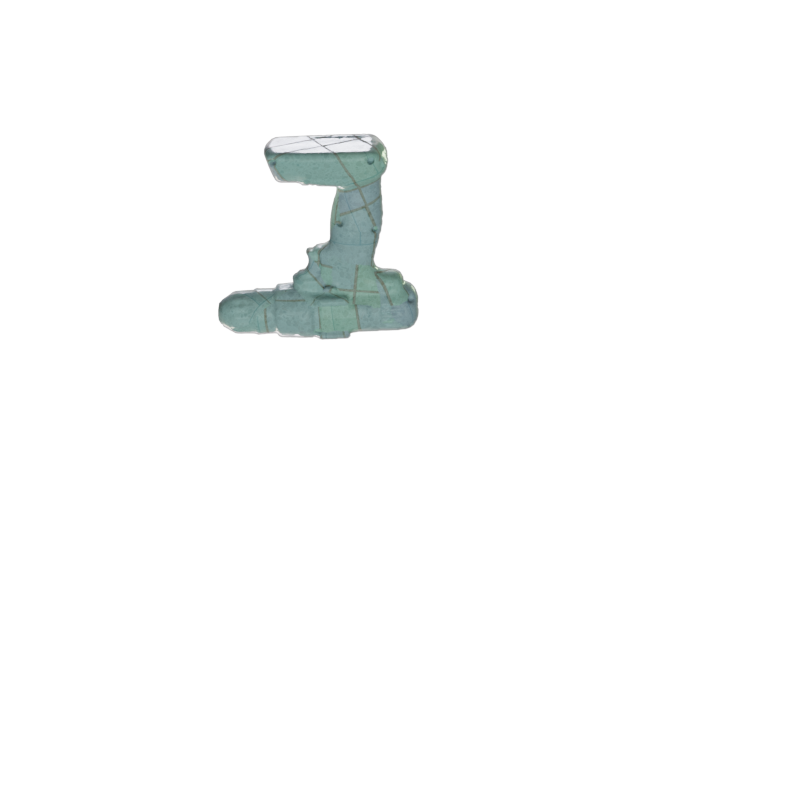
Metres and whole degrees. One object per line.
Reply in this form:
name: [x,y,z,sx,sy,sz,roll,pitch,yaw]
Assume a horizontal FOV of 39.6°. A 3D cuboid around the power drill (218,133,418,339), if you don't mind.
power drill: [-0.078,-0.142,0.992,0.185,0.177,0.061,-2,28,1]
